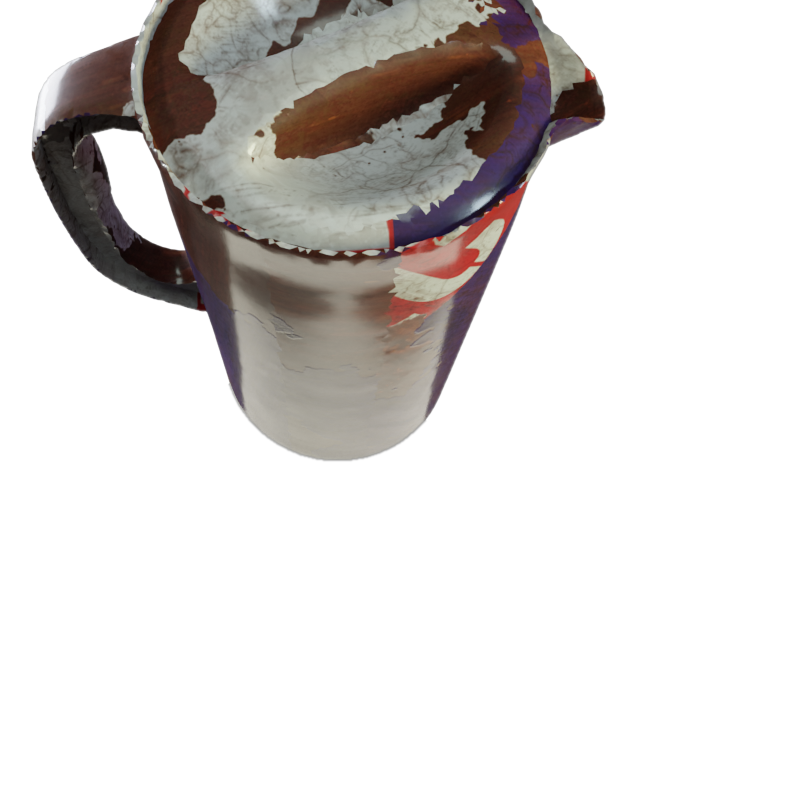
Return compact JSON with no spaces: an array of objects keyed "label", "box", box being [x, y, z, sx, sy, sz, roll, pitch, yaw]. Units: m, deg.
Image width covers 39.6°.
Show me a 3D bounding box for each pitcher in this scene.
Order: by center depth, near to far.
[{"label":"pitcher","box":[-0.035,-0.063,0.441,0.156,0.147,0.230,41,-20,14]}]
